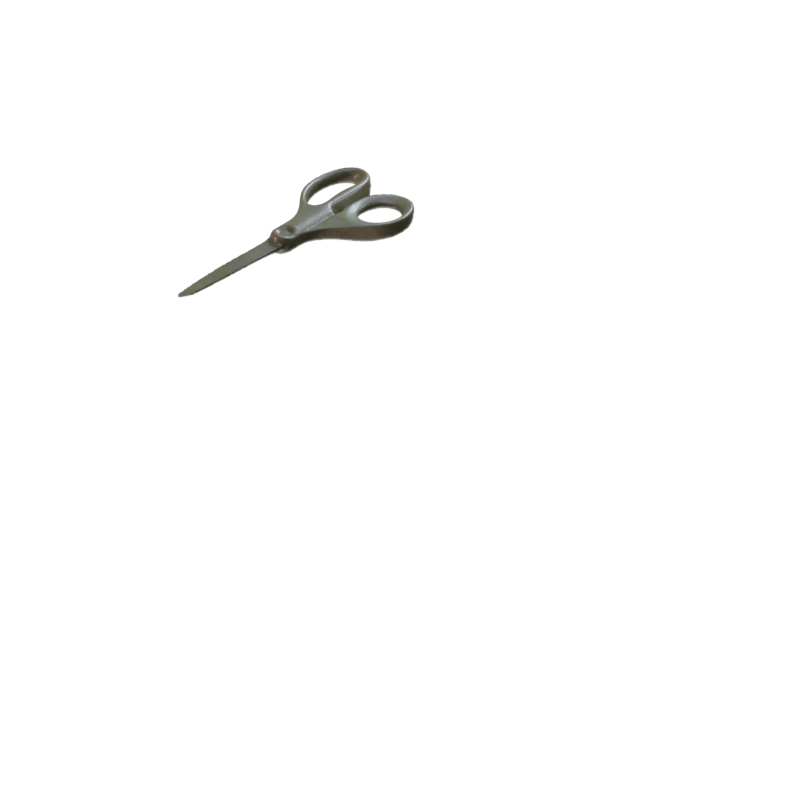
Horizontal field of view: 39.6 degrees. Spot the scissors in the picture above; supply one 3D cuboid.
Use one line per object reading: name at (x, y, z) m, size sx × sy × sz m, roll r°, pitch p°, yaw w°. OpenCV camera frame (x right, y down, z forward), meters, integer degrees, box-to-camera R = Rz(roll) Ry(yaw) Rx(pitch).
scissors at (-0.061, -0.112, 0.785) m, size 0.100 × 0.015 × 0.207 m, roll 16°, pitch 41°, yaw 19°
